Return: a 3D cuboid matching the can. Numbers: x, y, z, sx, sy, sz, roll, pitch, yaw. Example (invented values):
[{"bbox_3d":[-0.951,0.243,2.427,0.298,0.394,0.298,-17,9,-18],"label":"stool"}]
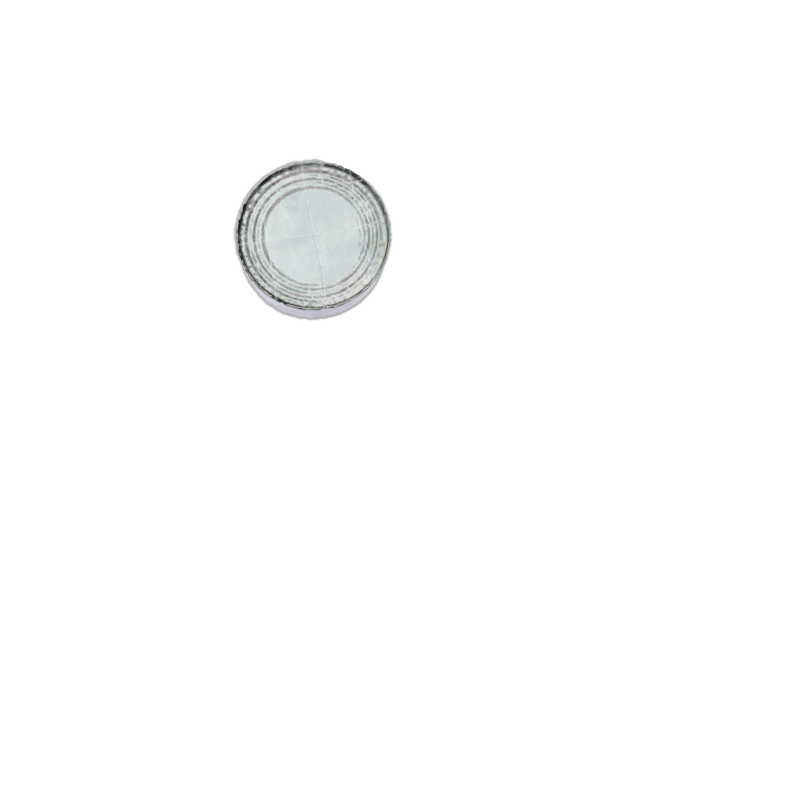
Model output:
[{"bbox_3d":[-0.049,-0.090,0.627,0.086,0.089,0.032,0,-14,-1],"label":"can"}]
